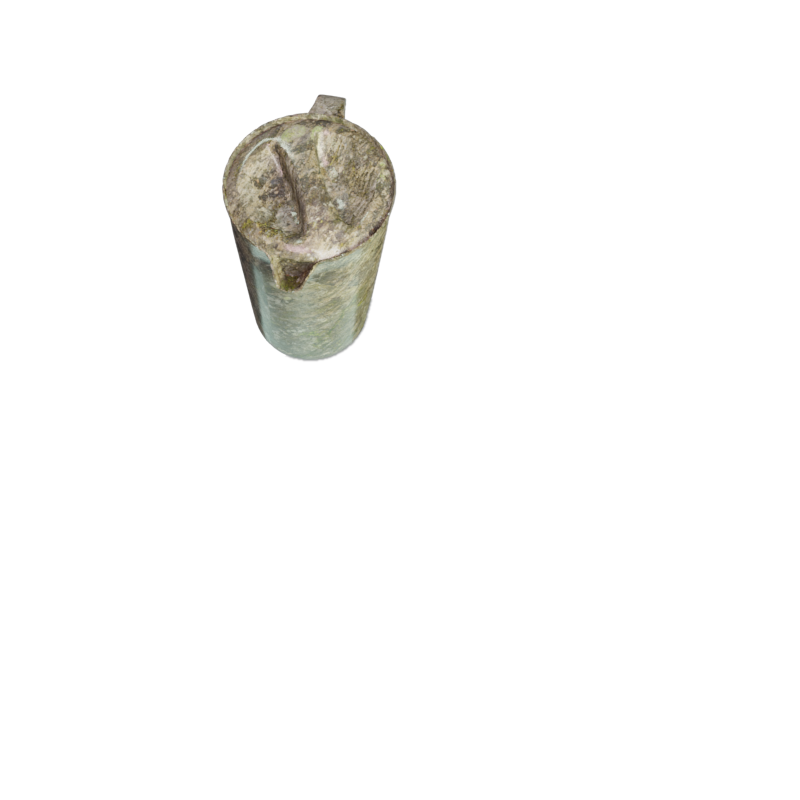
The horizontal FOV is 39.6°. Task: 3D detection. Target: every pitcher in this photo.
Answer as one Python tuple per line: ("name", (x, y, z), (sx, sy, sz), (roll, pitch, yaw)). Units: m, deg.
("pitcher", (-0.075, -0.136, 0.952), (0.149, 0.152, 0.230), (-34, -17, -15))
